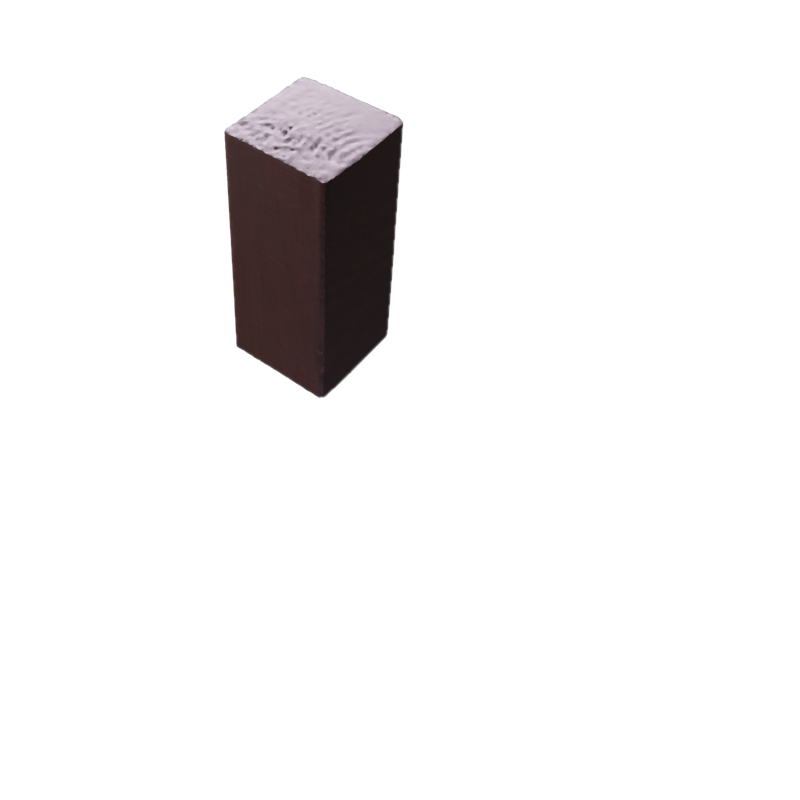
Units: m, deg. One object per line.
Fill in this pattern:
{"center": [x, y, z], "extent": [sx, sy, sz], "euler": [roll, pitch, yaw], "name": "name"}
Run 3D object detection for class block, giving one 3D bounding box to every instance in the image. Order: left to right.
{"center": [-0.063, -0.115, 0.806], "extent": [0.096, 0.192, 0.092], "euler": [29, 50, 23], "name": "block"}
